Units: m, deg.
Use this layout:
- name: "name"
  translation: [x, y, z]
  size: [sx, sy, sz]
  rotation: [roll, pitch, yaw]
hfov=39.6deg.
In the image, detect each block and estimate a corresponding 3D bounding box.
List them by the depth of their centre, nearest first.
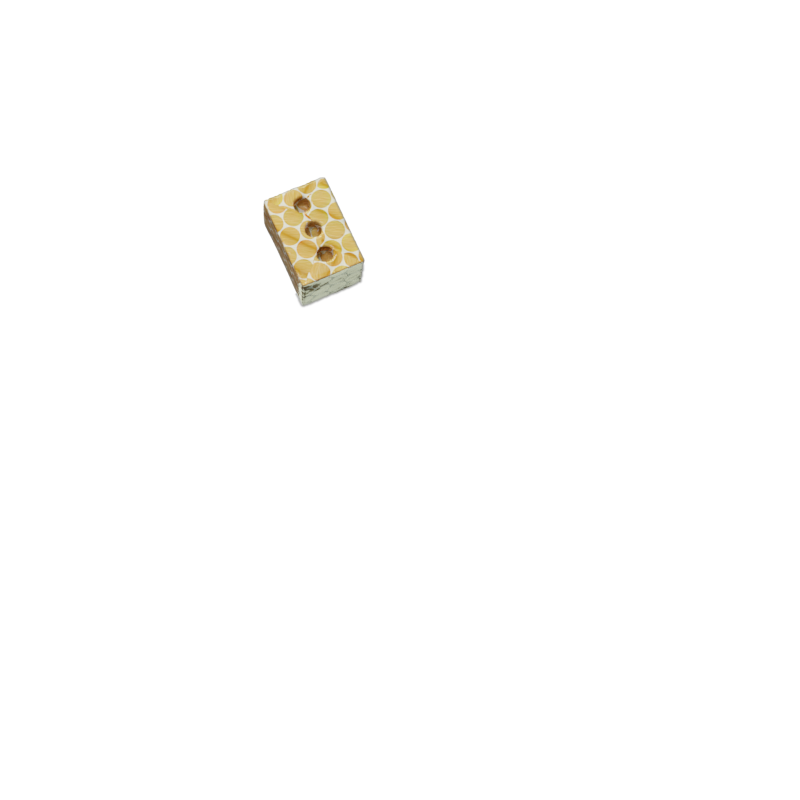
- name: "block"
  translation: [-0.067, -0.122, 0.852]
  size: [0.052, 0.082, 0.049]
  rotation: [-23, -18, -9]
